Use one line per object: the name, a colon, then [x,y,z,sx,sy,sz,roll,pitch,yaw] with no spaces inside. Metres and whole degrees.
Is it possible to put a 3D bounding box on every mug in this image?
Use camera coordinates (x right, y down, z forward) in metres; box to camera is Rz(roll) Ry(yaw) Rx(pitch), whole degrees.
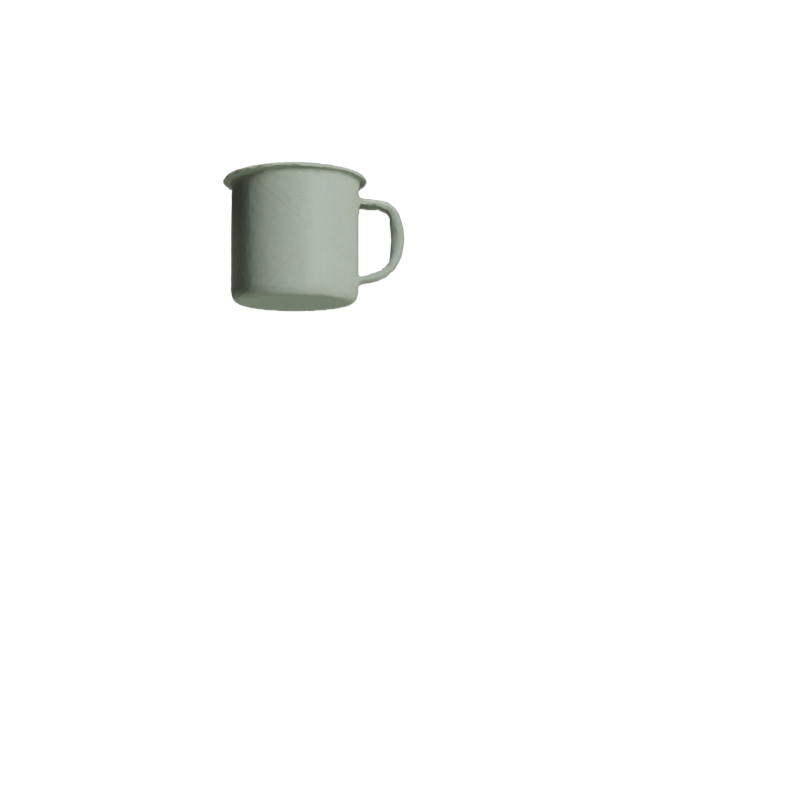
mug: [-0.056,-0.102,0.715,0.116,0.083,0.092,0,-7,-5]
